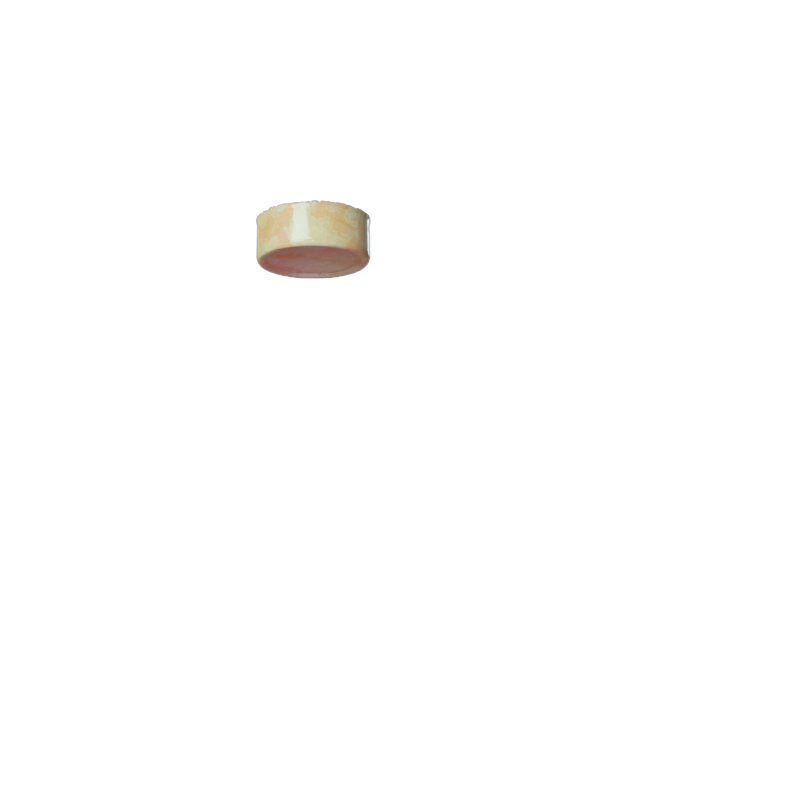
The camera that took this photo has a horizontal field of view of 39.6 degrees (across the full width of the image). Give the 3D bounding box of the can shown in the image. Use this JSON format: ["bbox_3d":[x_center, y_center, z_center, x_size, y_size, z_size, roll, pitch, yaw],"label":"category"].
[{"bbox_3d":[-0.064,-0.118,0.824,0.086,0.035,0.083,0,-12,-2],"label":"can"}]
